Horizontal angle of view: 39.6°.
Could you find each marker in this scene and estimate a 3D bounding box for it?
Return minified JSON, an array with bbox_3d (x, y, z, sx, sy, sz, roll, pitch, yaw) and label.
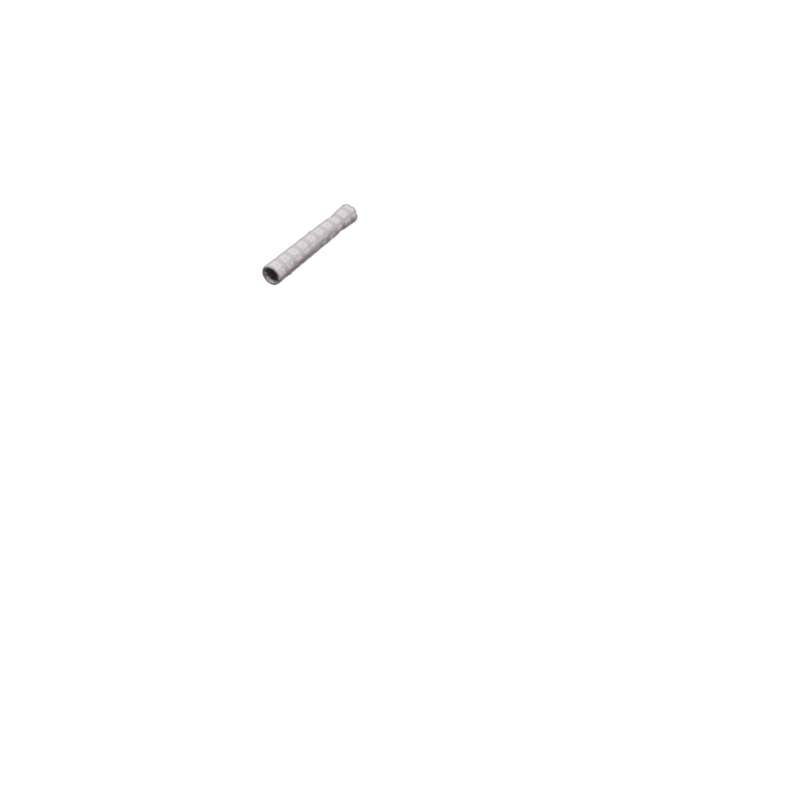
[{"bbox_3d":[-0.075,-0.136,0.952,0.020,0.019,0.123,2,34,37],"label":"marker"}]
